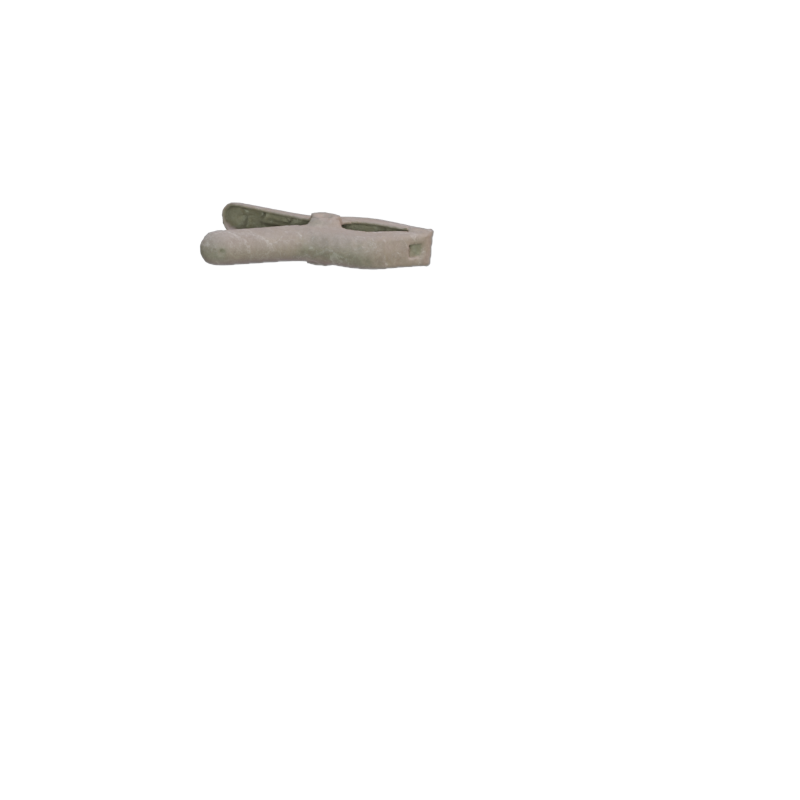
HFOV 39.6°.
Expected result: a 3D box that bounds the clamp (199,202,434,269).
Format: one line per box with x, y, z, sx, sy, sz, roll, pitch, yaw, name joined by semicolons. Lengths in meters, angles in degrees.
-0.064;-0.117;0.818;0.174;0.037;0.124;5;26;10;clamp
